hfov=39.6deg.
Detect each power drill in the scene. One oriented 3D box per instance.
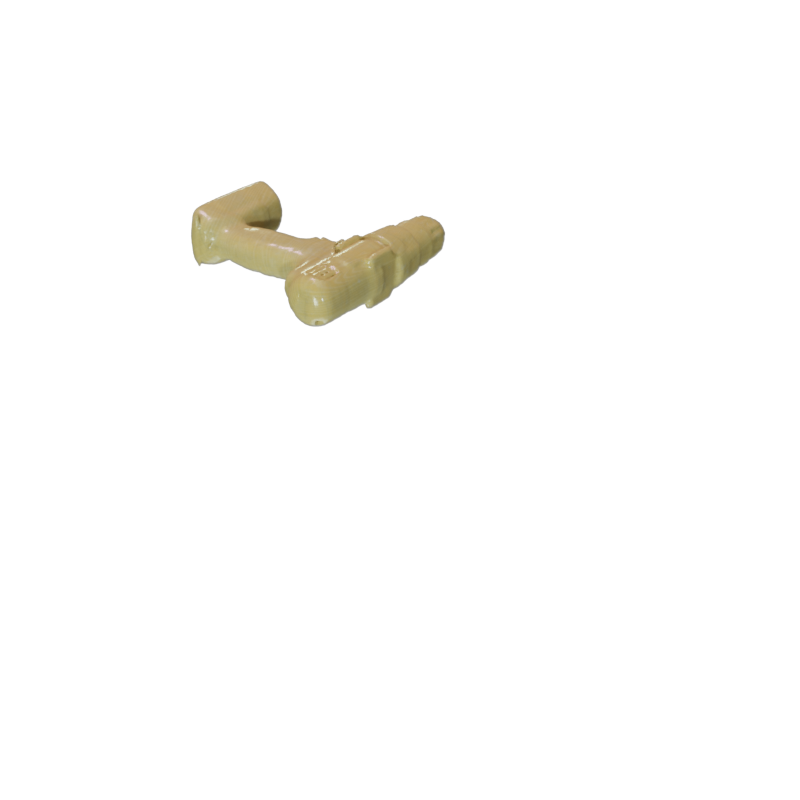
[{"bbox_3d":[-0.077,-0.140,0.981,0.199,0.054,0.184,22,37,33],"label":"power drill"}]
